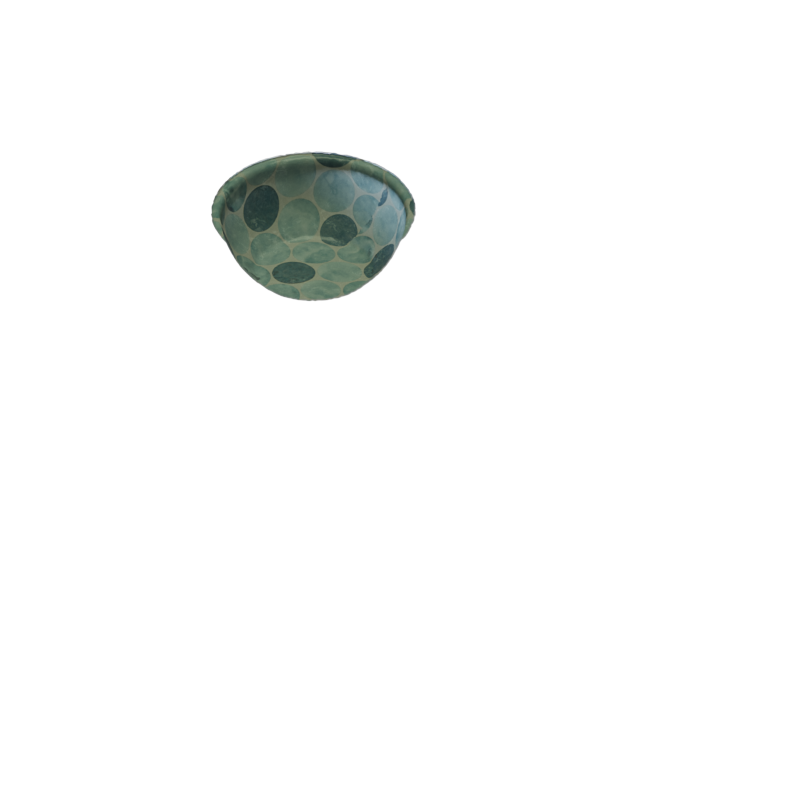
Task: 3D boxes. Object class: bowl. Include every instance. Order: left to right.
[{"bbox_3d":[-0.068,-0.123,0.864,0.162,0.059,0.152,1,-28,-2],"label":"bowl"}]
